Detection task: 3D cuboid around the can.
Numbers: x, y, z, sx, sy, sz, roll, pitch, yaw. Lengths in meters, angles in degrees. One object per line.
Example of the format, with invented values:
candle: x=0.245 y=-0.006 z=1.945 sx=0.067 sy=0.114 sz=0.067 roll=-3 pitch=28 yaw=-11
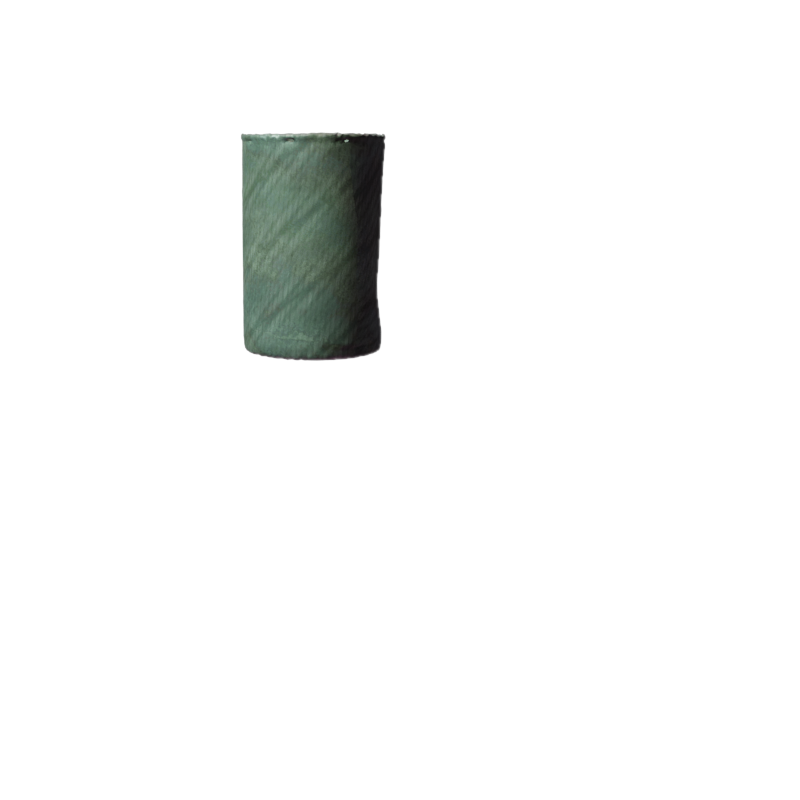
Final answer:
can: x=-0.041 y=-0.075 z=0.525 sx=0.068 sy=0.101 sz=0.070 roll=0 pitch=8 yaw=-2
